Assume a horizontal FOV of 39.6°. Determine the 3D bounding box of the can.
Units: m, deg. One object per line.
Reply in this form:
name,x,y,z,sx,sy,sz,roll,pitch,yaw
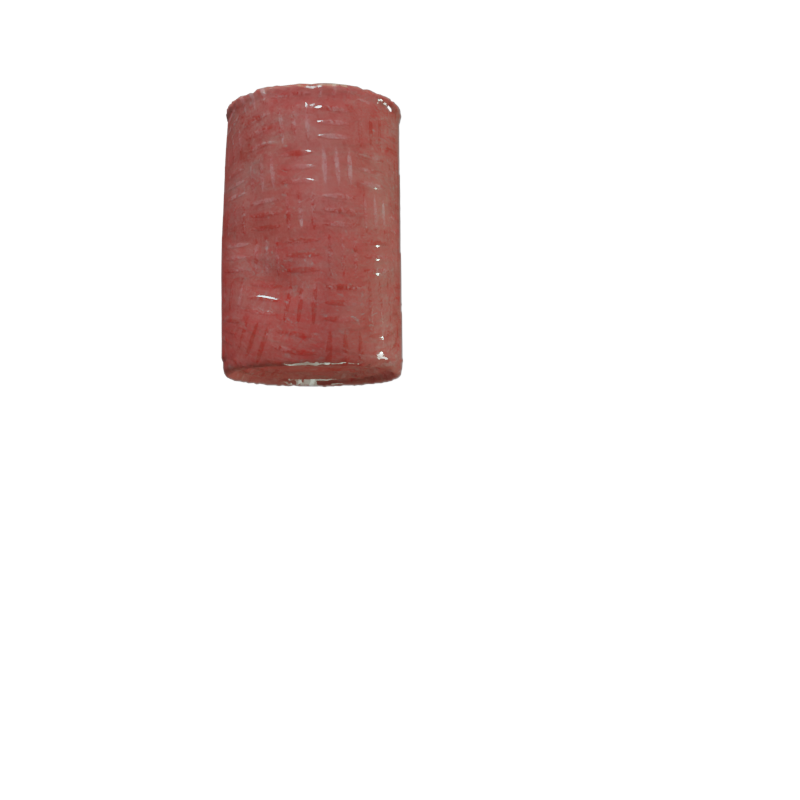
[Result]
can,-0.033,-0.060,0.417,0.068,0.105,0.067,0,-11,-2
